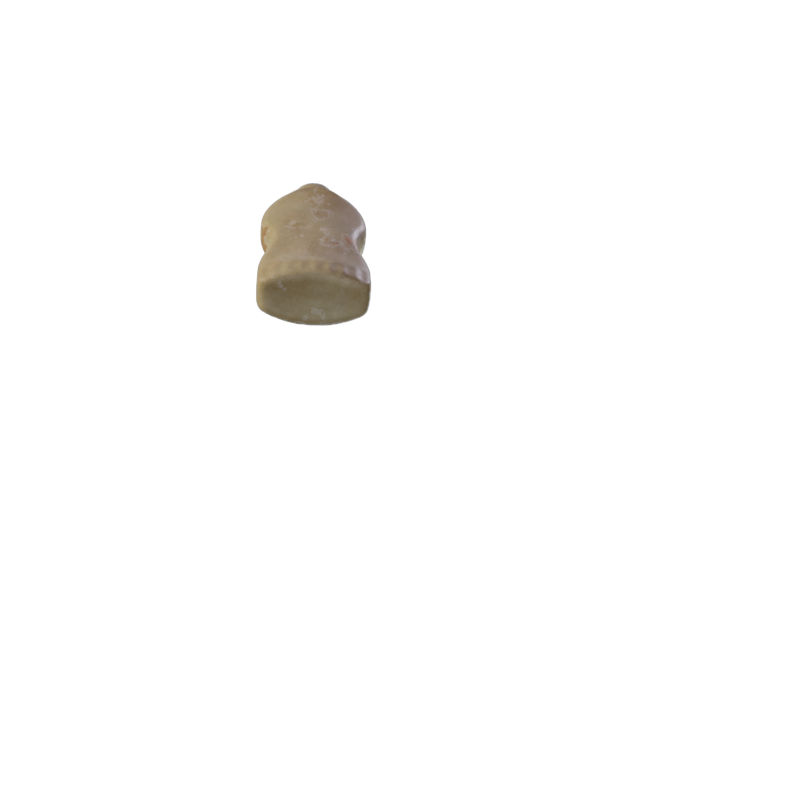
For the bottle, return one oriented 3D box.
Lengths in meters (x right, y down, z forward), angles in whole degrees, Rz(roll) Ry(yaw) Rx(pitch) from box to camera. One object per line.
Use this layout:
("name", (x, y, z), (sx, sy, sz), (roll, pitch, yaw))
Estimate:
("bottle", (-0.078, -0.143, 0.998), (0.096, 0.055, 0.205), (0, 36, -4))
